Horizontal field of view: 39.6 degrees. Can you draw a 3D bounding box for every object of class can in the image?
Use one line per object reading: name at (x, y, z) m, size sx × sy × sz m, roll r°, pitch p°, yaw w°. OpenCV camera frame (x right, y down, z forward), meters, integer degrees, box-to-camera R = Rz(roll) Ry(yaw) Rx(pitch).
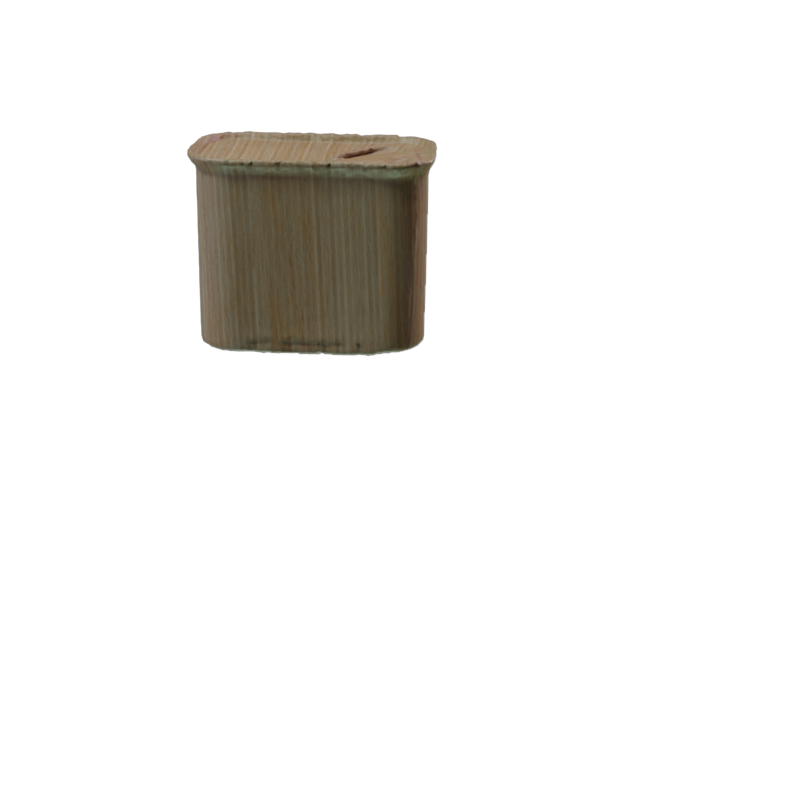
can at (-0.037, -0.067, 0.472) m, size 0.103 × 0.080 × 0.060 m, roll 2°, pitch 20°, yaw 5°
